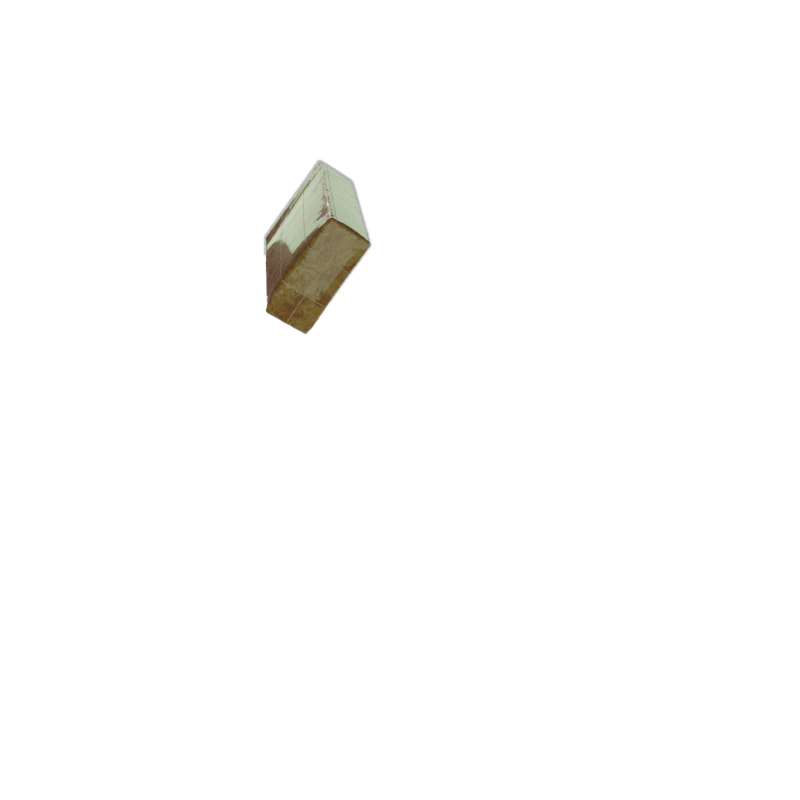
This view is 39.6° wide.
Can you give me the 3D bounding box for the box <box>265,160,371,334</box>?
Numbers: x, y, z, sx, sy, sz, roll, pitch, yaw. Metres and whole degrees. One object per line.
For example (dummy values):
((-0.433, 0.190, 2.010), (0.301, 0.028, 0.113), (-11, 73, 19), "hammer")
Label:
((-0.072, -0.133, 0.929), (0.046, 0.092, 0.185), (33, 18, -17), "box")
